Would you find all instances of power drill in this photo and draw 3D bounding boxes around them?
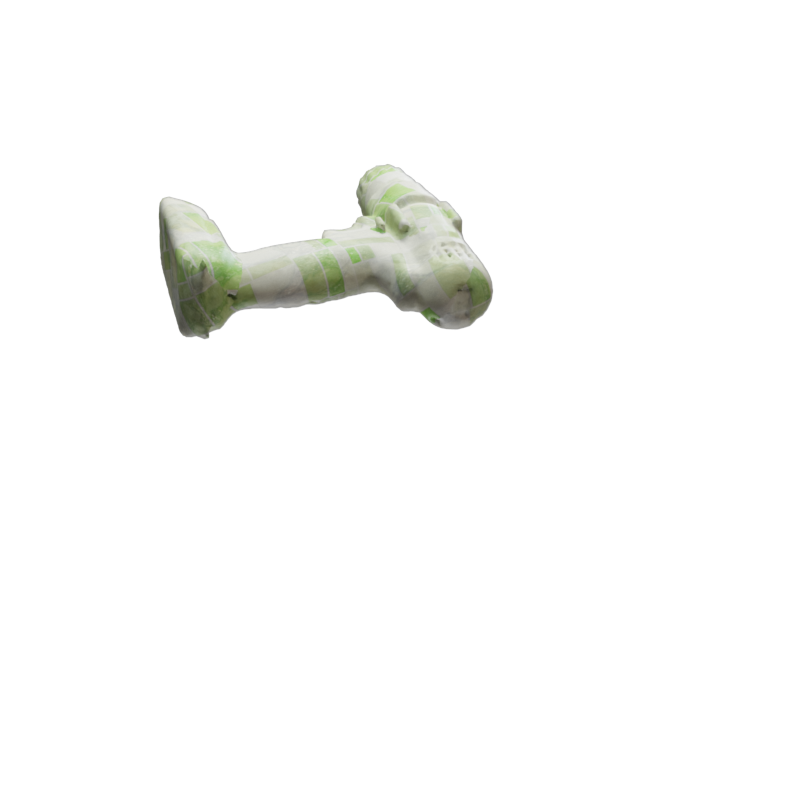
[{"bbox_3d":[-0.055,-0.100,0.698,0.185,0.054,0.198,-8,31,-13],"label":"power drill"}]
